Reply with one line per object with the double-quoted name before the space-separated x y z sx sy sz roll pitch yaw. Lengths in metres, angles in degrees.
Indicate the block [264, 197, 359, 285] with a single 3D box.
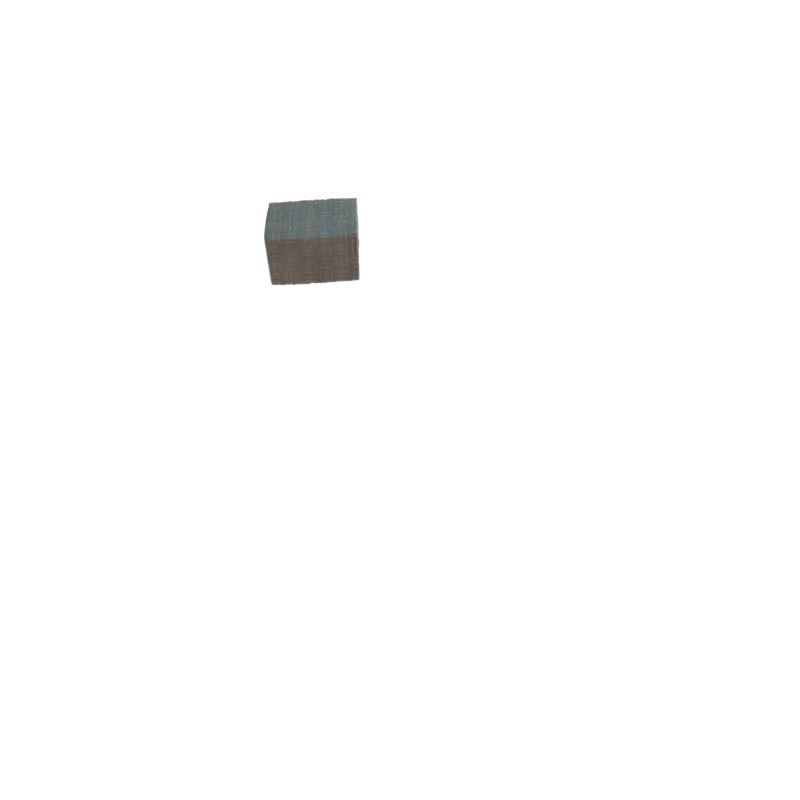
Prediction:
"block" -0.073 -0.134 0.938 0.078 0.049 0.055 -3 41 1
